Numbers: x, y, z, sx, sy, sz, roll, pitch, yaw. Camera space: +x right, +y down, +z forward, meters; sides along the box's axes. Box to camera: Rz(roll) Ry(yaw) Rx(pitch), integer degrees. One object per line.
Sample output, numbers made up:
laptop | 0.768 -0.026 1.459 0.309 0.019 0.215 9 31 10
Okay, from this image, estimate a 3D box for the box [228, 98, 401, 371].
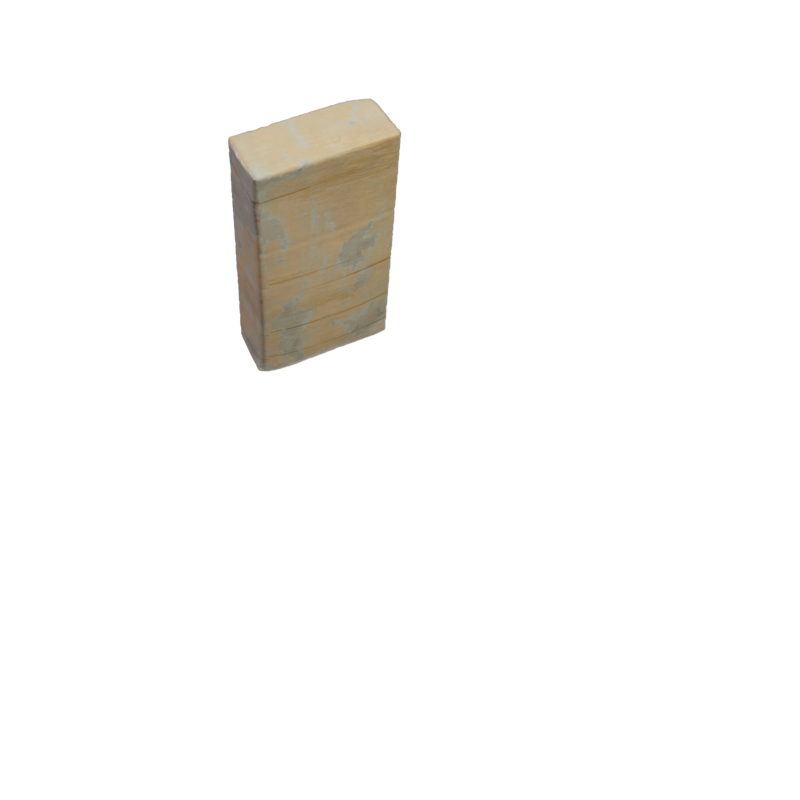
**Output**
box | -0.053 -0.097 0.679 0.092 0.052 0.164 -20 -37 -20
